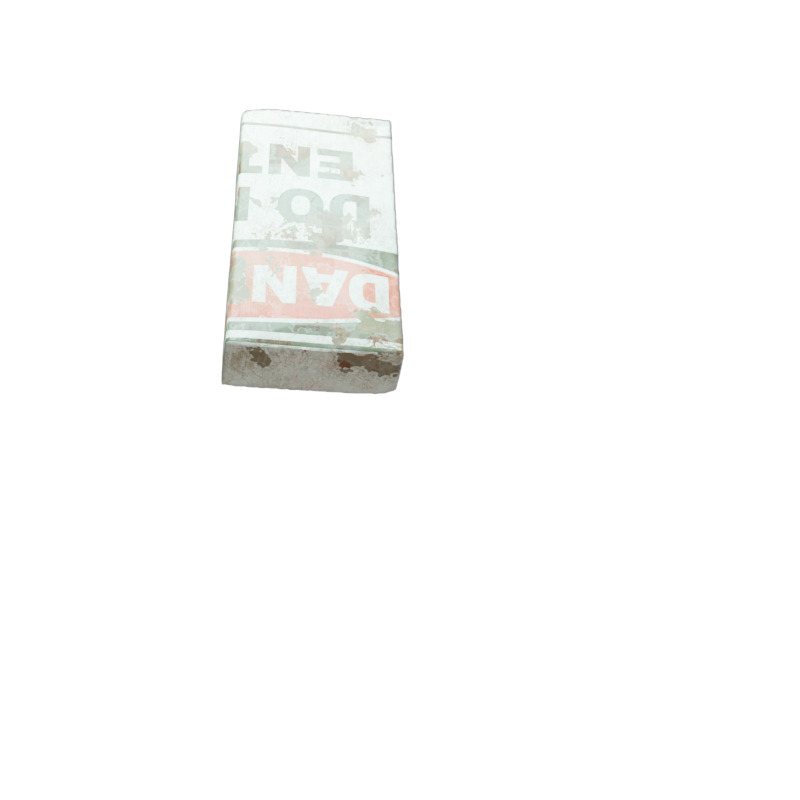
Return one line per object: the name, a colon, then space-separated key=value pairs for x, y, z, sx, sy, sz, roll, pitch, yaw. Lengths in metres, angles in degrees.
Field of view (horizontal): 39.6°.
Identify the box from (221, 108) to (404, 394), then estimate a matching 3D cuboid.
box: x=-0.049 y=-0.089 z=0.623 sx=0.092 sy=0.189 sz=0.045 roll=2 pitch=-36 yaw=-7
